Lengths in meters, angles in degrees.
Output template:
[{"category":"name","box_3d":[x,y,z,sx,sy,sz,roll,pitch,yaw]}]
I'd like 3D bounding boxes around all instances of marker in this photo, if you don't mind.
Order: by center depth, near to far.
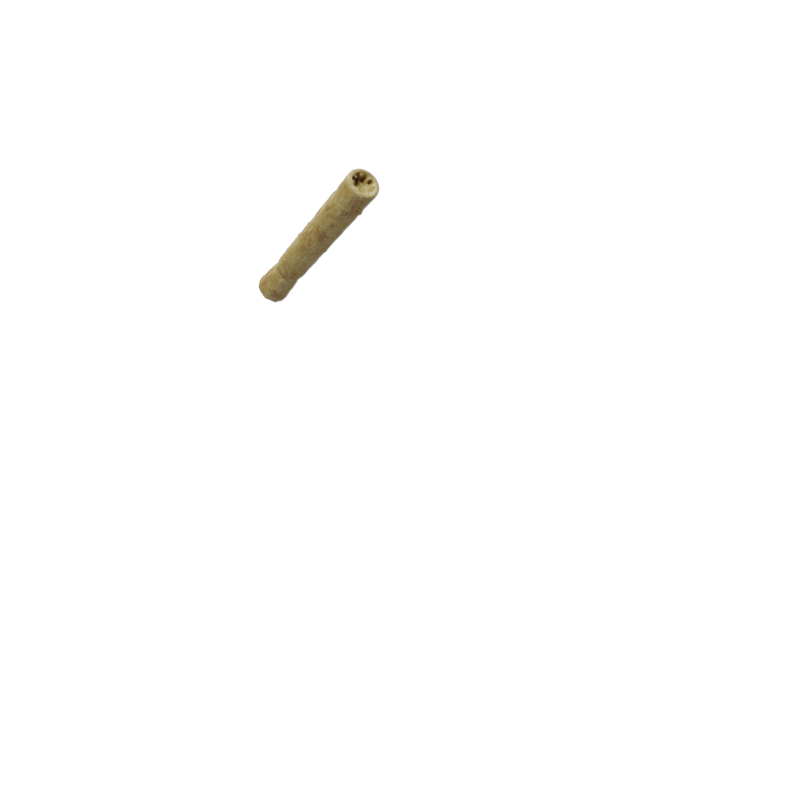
[{"category":"marker","box_3d":[-0.049,-0.089,0.621,0.019,0.021,0.118,-2,-24,-34]}]
